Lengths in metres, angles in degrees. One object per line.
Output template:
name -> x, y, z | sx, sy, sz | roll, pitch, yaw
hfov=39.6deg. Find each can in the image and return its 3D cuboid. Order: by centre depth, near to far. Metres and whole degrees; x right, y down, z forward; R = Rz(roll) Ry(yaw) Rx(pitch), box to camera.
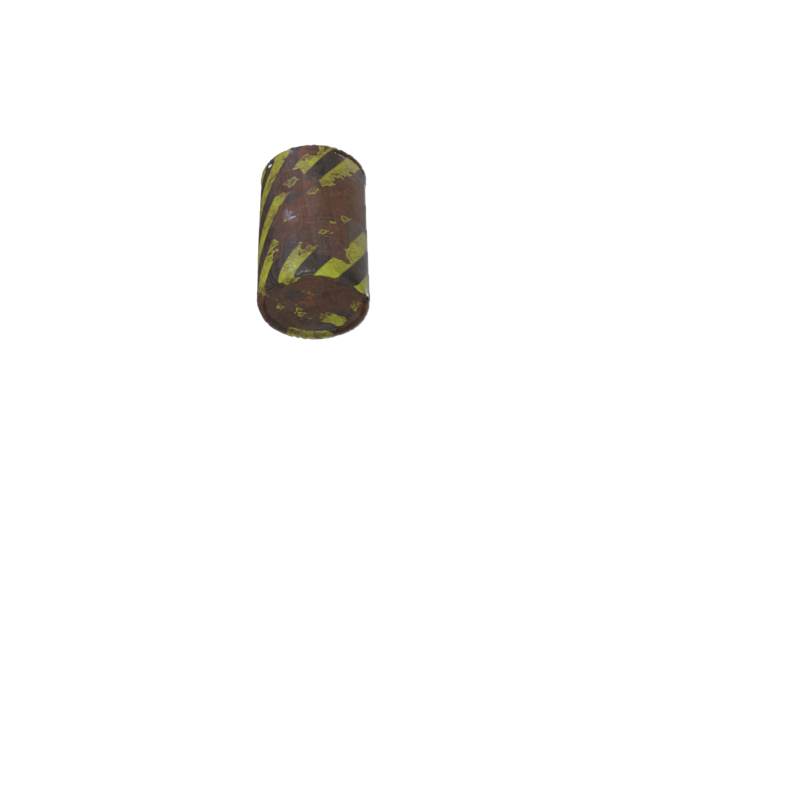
can -> -0.053, -0.097, 0.680 | 0.068, 0.110, 0.064 | -1, -37, -3
